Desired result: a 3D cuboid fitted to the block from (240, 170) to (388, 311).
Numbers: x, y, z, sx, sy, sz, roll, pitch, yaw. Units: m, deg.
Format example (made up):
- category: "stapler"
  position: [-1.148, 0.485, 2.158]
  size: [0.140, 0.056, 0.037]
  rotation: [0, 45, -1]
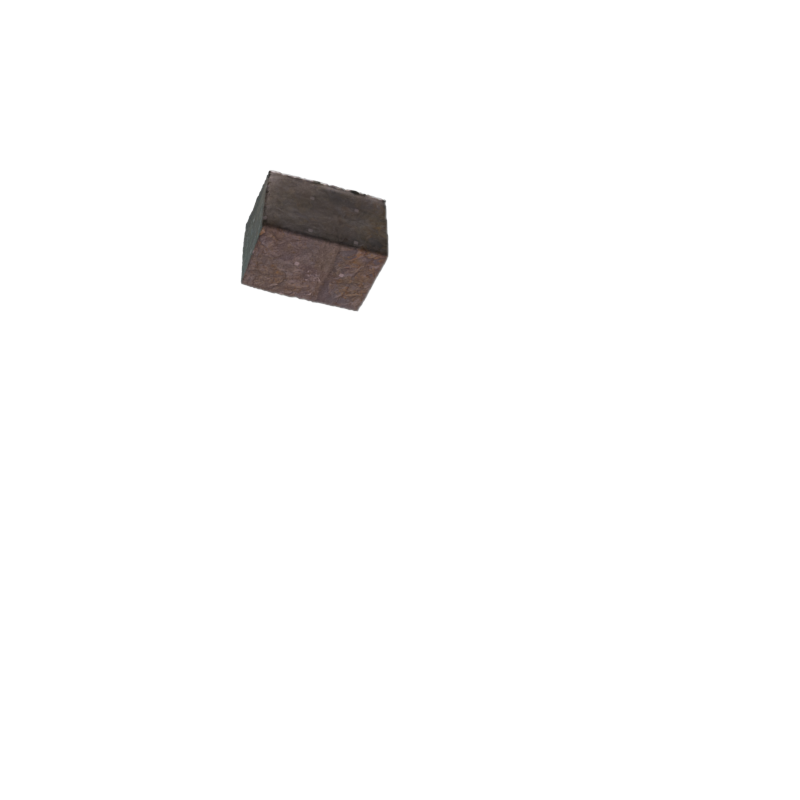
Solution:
- category: "block"
  position: [-0.052, -0.095, 0.668]
  size: [0.076, 0.055, 0.050]
  rotation: [13, -44, -15]
